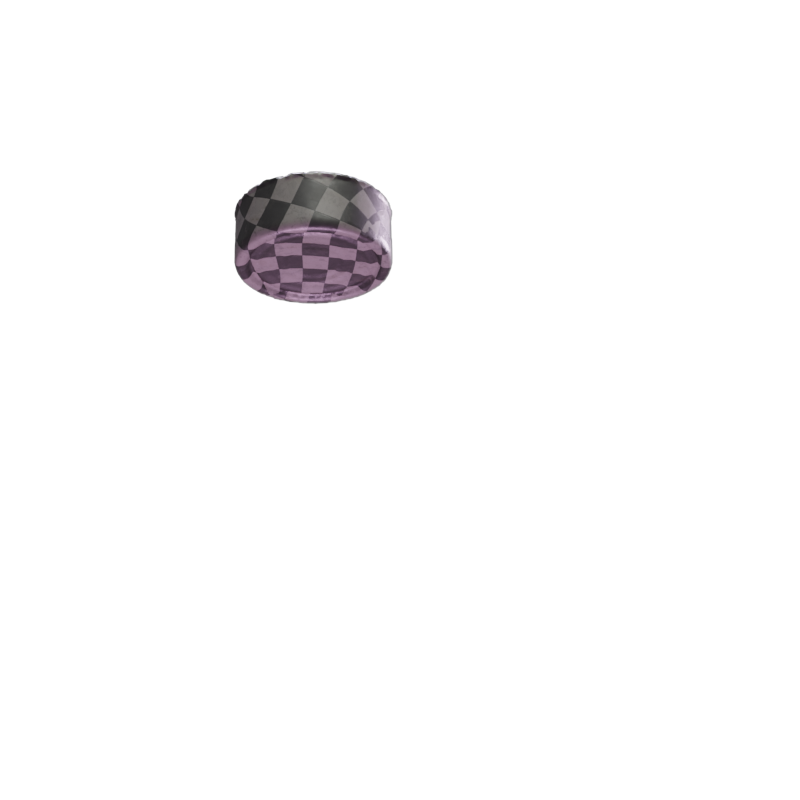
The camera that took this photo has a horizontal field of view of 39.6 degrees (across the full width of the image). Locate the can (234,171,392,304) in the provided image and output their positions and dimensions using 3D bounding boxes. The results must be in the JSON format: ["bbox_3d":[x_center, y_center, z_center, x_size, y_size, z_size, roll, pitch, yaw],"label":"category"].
[{"bbox_3d":[-0.047,-0.085,0.596,0.086,0.036,0.081,1,-25,-2],"label":"can"}]
